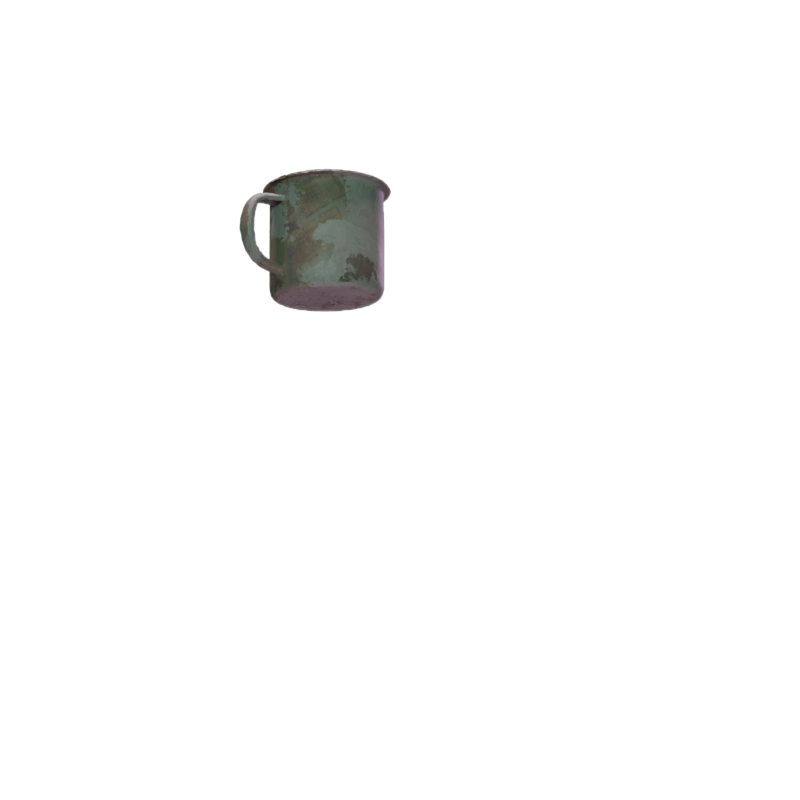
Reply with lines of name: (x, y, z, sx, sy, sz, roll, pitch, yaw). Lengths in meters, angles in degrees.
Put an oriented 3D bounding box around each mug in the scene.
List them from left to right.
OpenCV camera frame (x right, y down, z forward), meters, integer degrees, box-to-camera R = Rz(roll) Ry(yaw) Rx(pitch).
mug: (-0.062, -0.112, 0.787, 0.111, 0.085, 0.095, 10, -17, -38)
